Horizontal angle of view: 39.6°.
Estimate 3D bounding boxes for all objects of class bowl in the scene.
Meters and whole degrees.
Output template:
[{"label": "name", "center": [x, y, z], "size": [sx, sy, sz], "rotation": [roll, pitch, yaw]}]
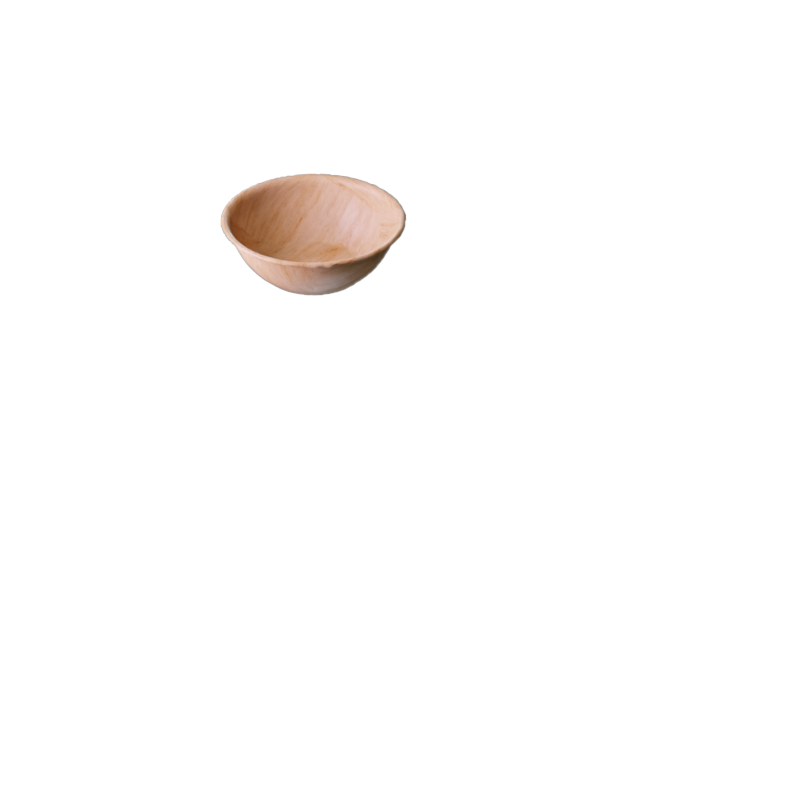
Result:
[{"label": "bowl", "center": [-0.077, -0.140, 0.977], "size": [0.162, 0.051, 0.173], "rotation": [-1, 37, -2]}]
